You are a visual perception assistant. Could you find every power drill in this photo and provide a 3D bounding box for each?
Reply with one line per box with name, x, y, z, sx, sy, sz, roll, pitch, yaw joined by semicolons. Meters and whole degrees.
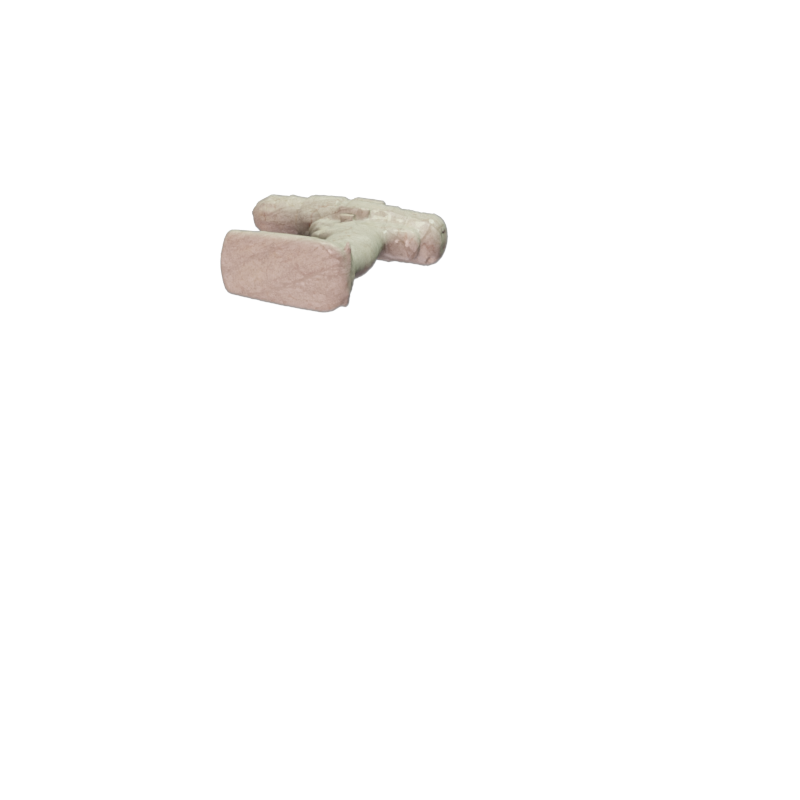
power drill;-0.073;-0.132;0.927;0.191;0.055;0.189;9;24;22
